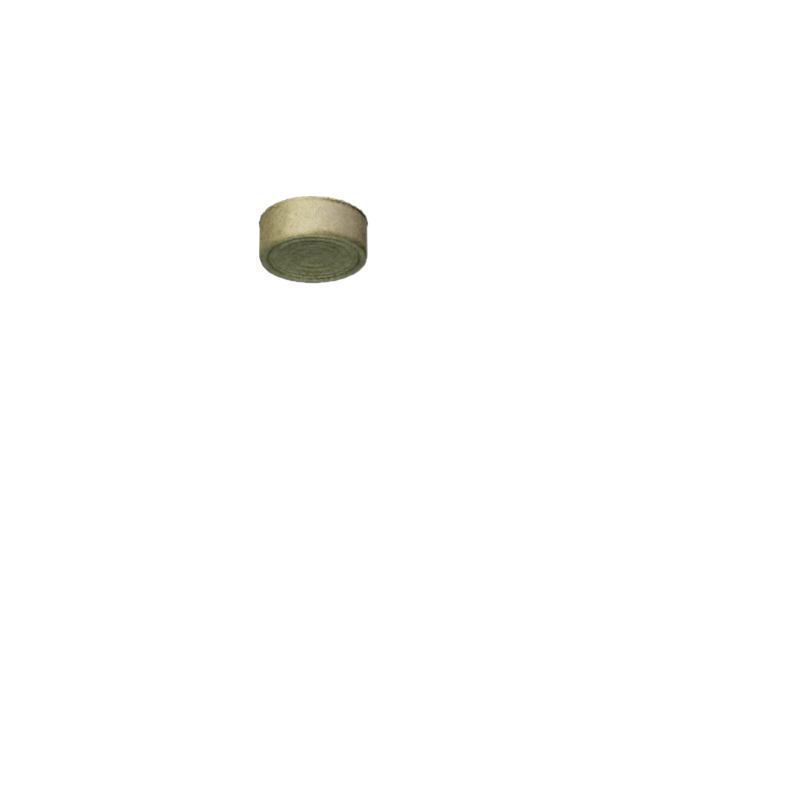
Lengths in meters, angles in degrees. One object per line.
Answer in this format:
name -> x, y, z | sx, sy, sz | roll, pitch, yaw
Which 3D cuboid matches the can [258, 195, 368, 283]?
can -> -0.068, -0.123, 0.863 | 0.086, 0.035, 0.081 | 0, -22, -2
